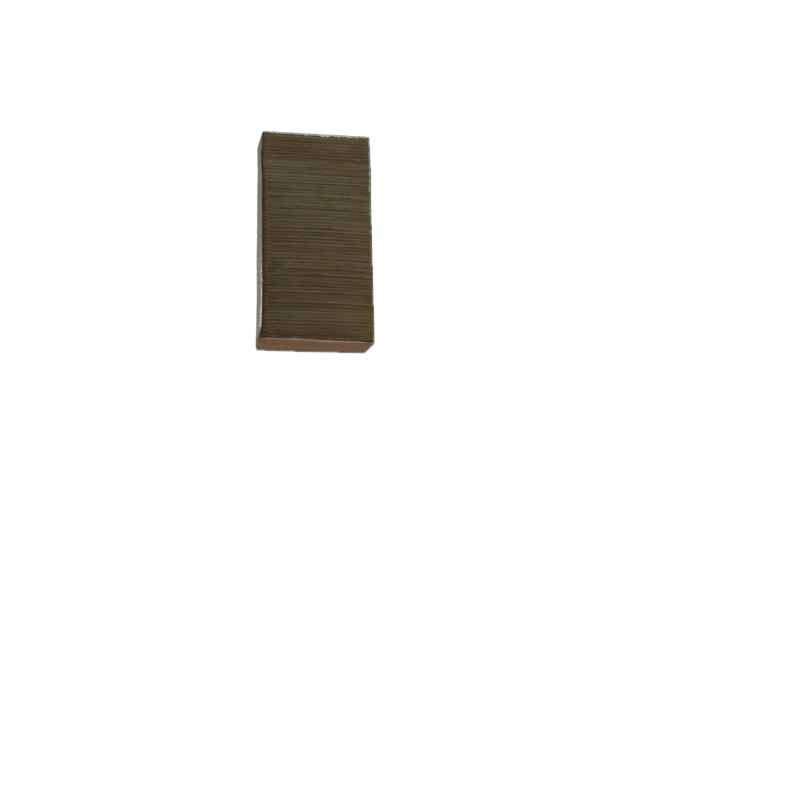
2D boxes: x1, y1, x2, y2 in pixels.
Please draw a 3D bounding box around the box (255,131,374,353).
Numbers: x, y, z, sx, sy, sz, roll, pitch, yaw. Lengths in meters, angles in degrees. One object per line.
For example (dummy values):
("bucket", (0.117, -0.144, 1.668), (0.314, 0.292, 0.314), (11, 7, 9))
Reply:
("box", (-0.071, -0.129, 0.904), (0.092, 0.184, 0.047), (2, -19, -10))
